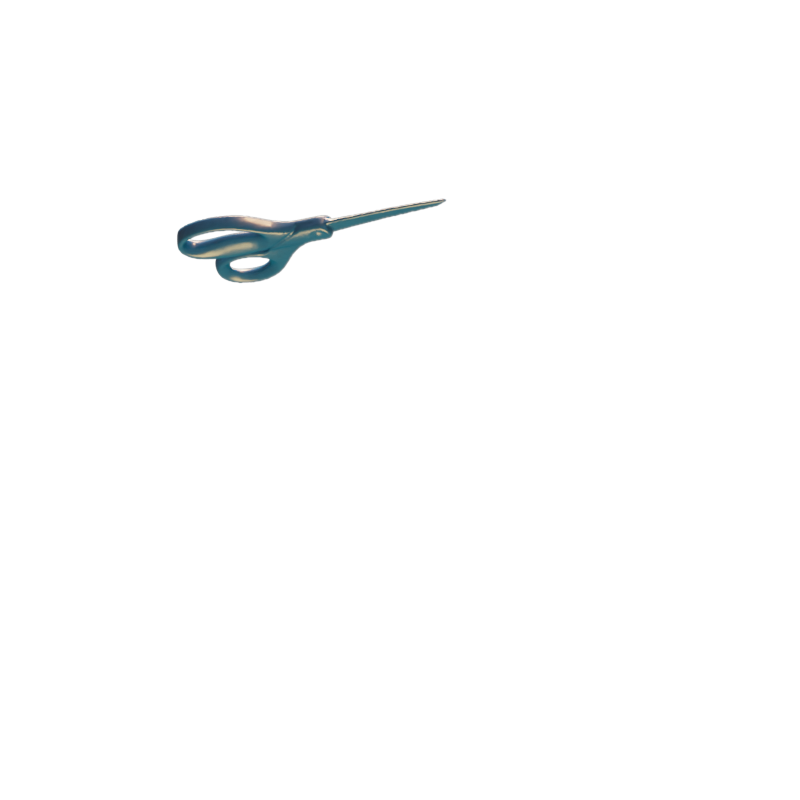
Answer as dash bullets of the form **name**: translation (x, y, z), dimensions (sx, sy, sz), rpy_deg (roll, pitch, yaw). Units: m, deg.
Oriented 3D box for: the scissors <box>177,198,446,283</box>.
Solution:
- **scissors**: translation (-0.065, -0.119, 0.831), dimensions (0.203, 0.017, 0.090), rpy_deg (-3, -23, 7)
